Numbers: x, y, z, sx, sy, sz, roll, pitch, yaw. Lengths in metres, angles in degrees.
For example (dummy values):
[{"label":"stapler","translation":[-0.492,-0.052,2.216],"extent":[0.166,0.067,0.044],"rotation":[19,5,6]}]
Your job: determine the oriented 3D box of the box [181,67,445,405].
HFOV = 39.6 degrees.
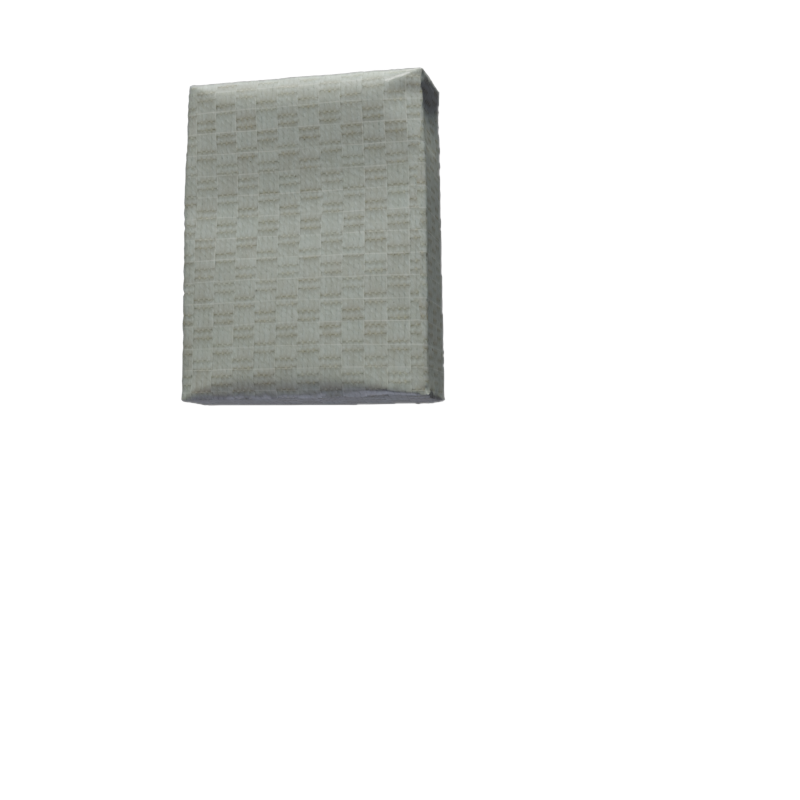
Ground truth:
[{"label":"box","translation":[-0.057,-0.105,0.734],"extent":[0.167,0.218,0.069],"rotation":[-2,-8,13]}]
